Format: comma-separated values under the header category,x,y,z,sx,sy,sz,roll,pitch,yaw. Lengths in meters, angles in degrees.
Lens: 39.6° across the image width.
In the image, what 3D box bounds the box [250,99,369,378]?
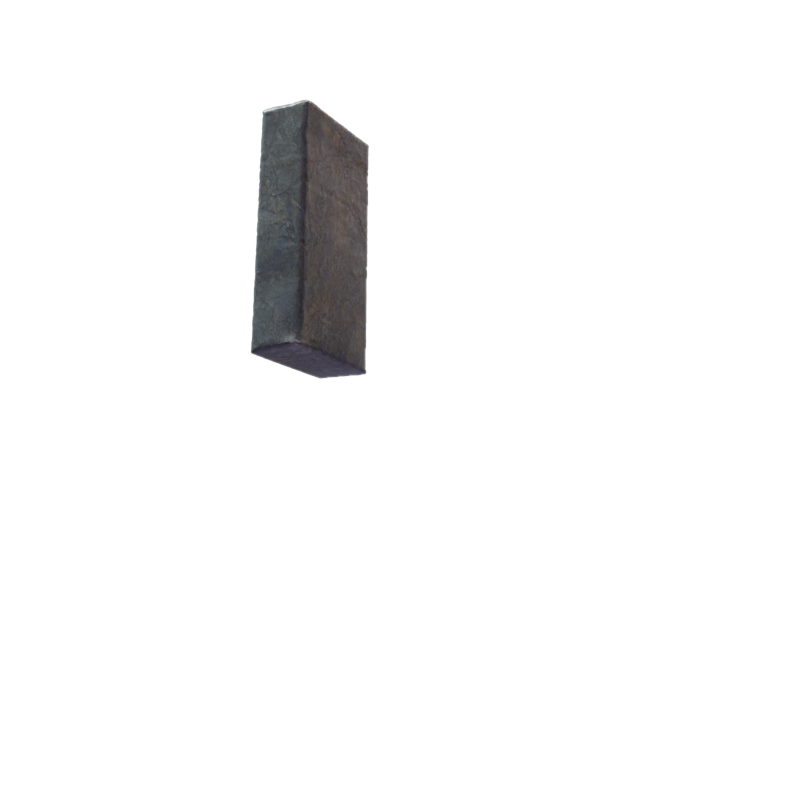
category,x,y,z,sx,sy,sz,roll,pitch,yaw
box,-0.061,-0.111,0.779,0.049,0.184,0.087,-11,-21,26
